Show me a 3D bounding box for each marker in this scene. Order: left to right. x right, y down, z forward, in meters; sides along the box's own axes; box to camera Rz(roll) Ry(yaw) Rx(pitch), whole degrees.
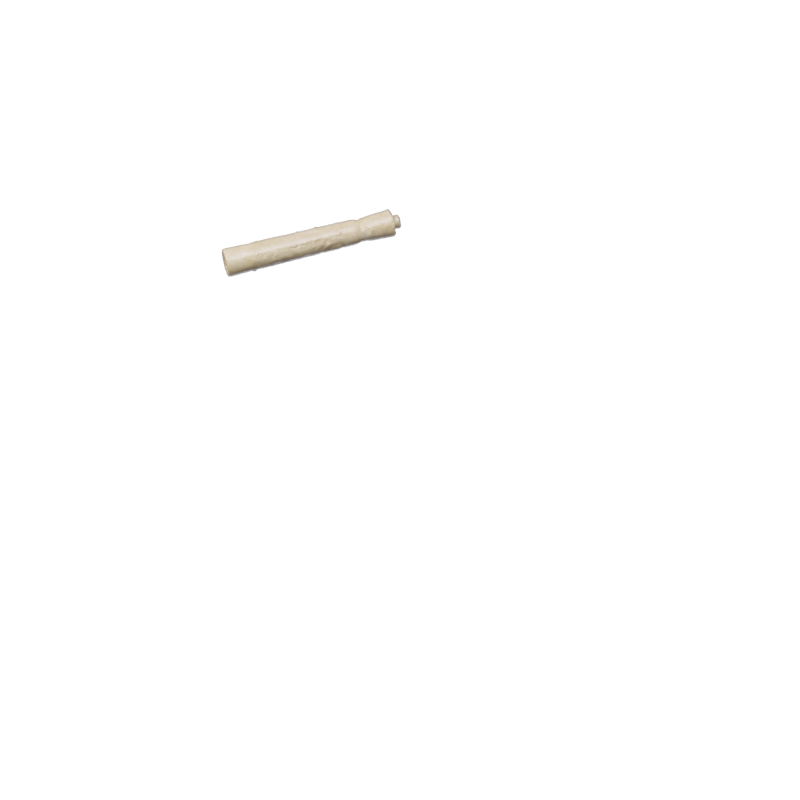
[{"bbox_3d":[-0.057,-0.105,0.734,0.120,0.019,0.020,-15,7,-11],"label":"marker"}]
